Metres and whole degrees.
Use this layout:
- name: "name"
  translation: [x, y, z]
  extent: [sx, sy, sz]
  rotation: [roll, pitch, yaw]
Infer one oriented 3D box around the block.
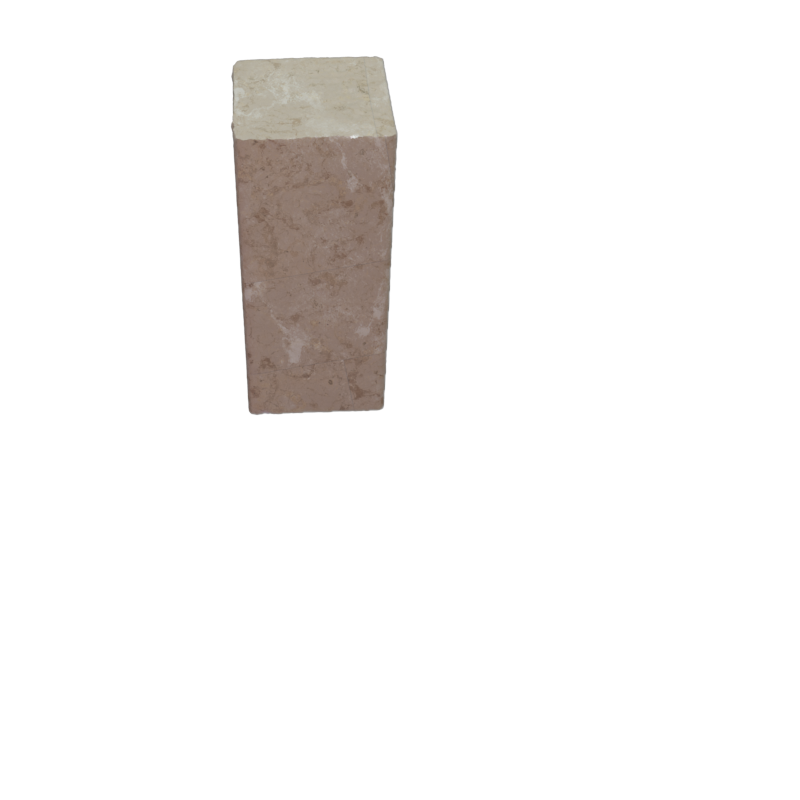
- name: "block"
  translation: [-0.054, -0.097, 0.678]
  extent: [0.090, 0.192, 0.098]
  rotation: [-2, 42, -5]
